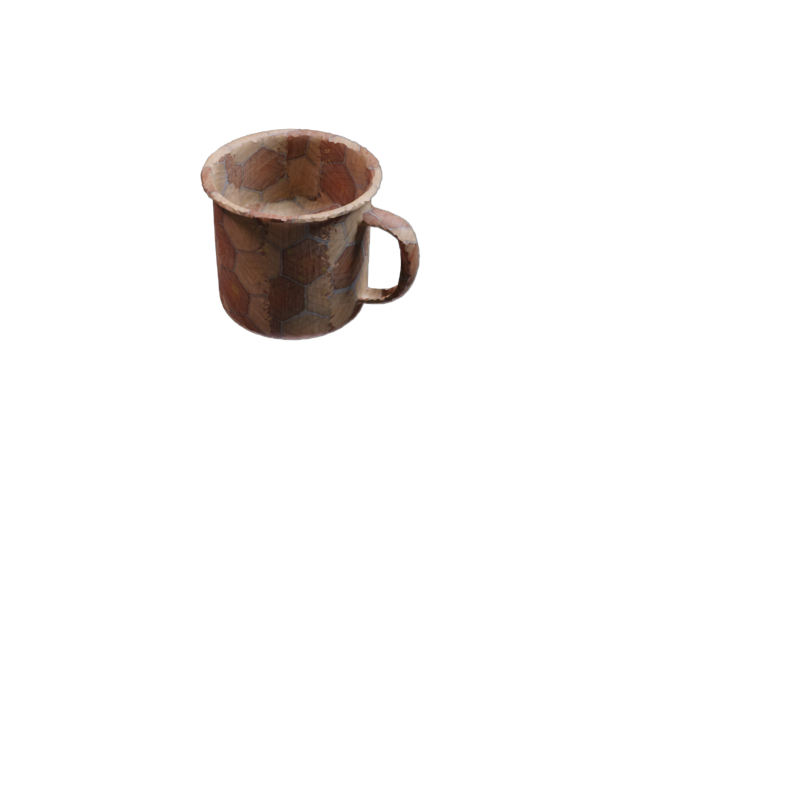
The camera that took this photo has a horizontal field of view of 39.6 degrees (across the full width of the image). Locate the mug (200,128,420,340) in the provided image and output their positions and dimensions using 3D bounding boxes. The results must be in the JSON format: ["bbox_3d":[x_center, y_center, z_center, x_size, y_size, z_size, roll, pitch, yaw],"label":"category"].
[{"bbox_3d":[-0.046,-0.083,0.583,0.121,0.076,0.097,14,40,16],"label":"mug"}]
